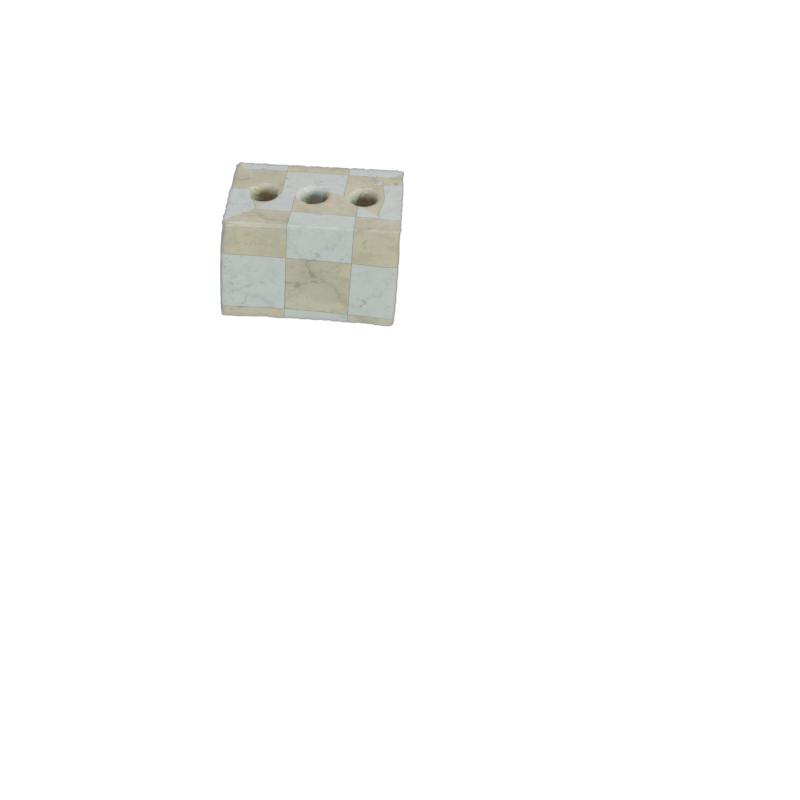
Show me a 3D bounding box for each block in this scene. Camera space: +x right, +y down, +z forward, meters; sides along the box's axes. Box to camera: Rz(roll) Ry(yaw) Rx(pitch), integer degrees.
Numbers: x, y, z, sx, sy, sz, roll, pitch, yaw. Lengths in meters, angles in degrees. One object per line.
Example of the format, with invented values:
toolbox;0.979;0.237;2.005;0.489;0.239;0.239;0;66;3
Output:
block;-0.039;-0.071;0.495;0.078;0.048;0.056;3;40;2
